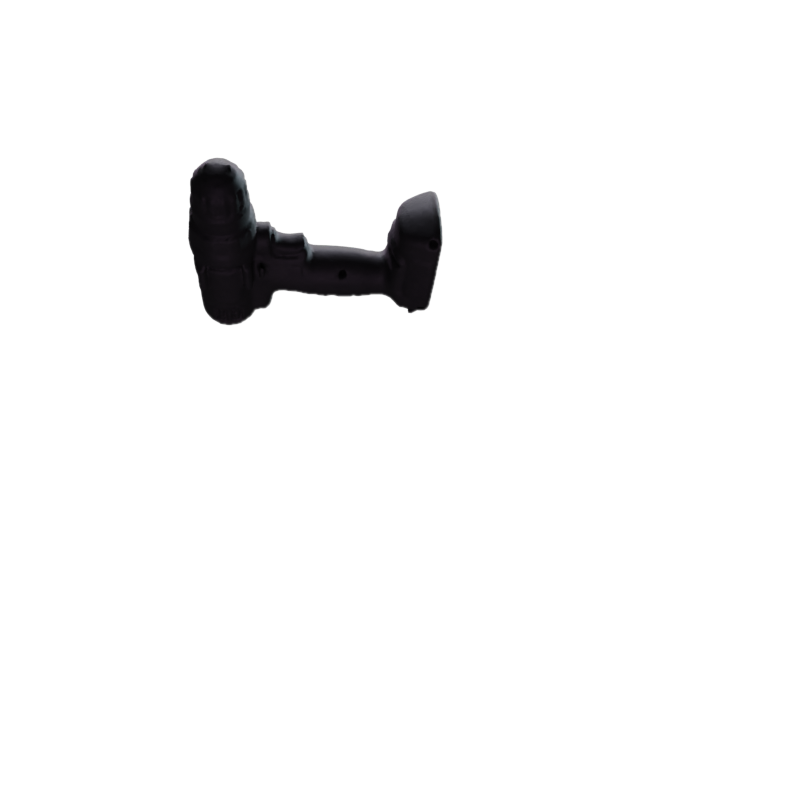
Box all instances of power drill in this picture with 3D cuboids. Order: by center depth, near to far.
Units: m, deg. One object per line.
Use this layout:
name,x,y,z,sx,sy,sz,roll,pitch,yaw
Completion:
power drill,-0.066,-0.120,0.840,0.187,0.061,0.174,1,-28,-2
